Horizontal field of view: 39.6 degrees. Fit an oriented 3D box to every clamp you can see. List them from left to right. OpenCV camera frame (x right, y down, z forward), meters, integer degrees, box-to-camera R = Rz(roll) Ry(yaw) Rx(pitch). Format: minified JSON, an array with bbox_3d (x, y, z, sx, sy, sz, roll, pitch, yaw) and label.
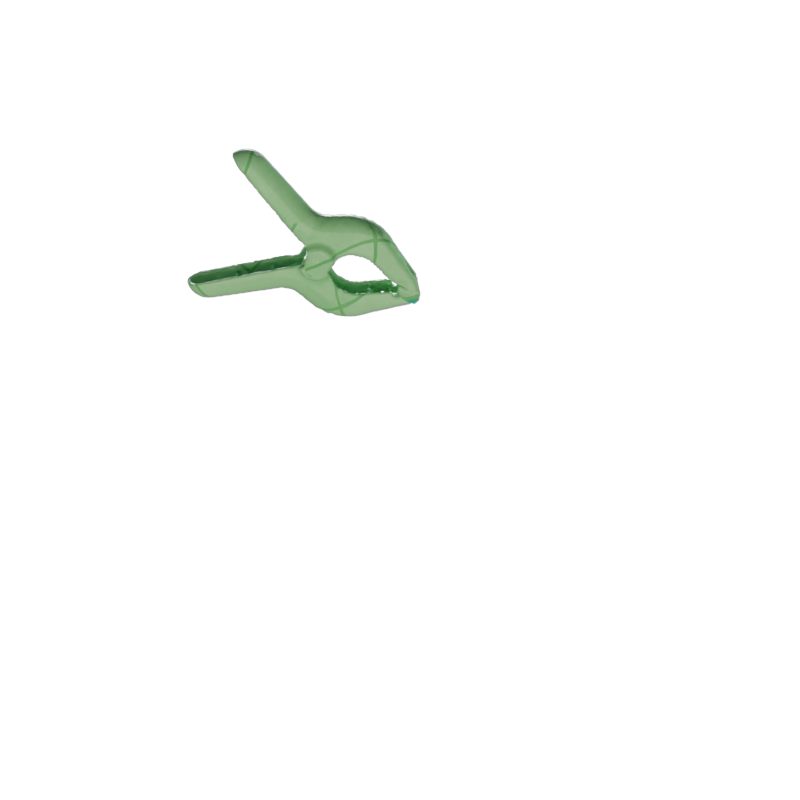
[{"bbox_3d":[-0.064,-0.116,0.815,0.169,0.114,0.042,10,32,-7],"label":"clamp"}]
